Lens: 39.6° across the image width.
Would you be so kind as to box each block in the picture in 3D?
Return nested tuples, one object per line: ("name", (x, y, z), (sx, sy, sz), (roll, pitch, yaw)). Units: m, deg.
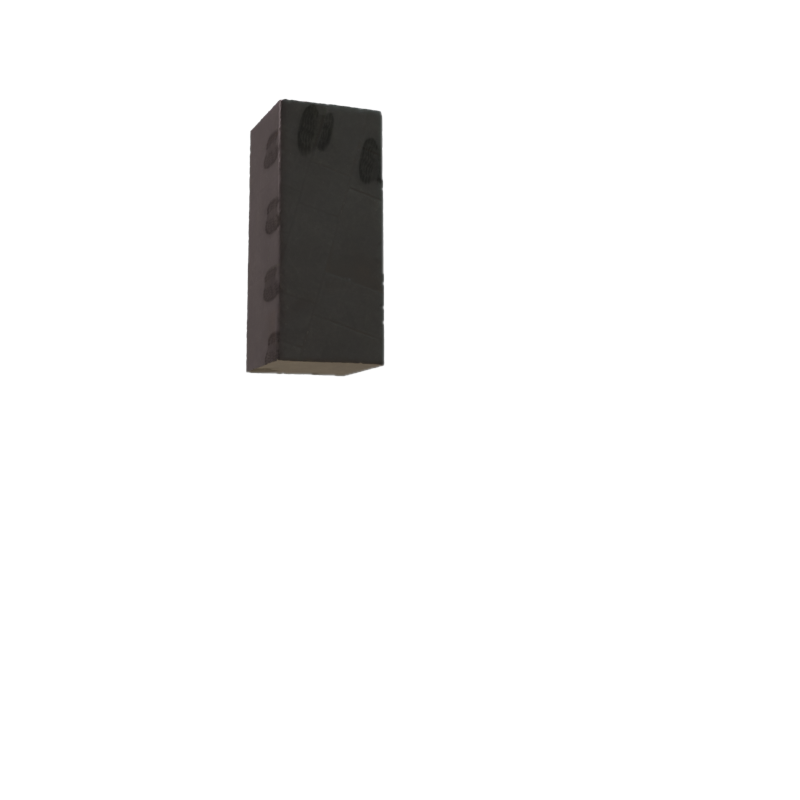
("block", (-0.070, -0.128, 0.898), (0.088, 0.212, 0.091), (4, -12, -22))
